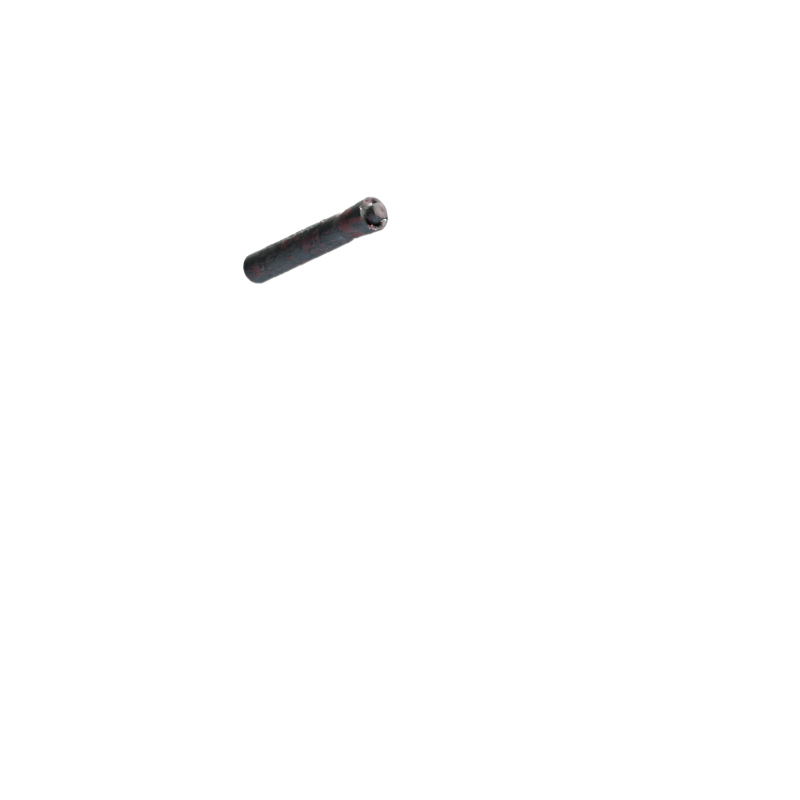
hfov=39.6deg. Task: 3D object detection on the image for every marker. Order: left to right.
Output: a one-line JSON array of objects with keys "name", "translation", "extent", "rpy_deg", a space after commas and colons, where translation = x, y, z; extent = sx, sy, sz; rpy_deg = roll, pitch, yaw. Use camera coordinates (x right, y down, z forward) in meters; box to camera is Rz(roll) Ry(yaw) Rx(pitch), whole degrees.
[{"name": "marker", "translation": [-0.048, -0.088, 0.616], "extent": [0.019, 0.020, 0.122], "rpy_deg": [-3, -7, -39]}]
